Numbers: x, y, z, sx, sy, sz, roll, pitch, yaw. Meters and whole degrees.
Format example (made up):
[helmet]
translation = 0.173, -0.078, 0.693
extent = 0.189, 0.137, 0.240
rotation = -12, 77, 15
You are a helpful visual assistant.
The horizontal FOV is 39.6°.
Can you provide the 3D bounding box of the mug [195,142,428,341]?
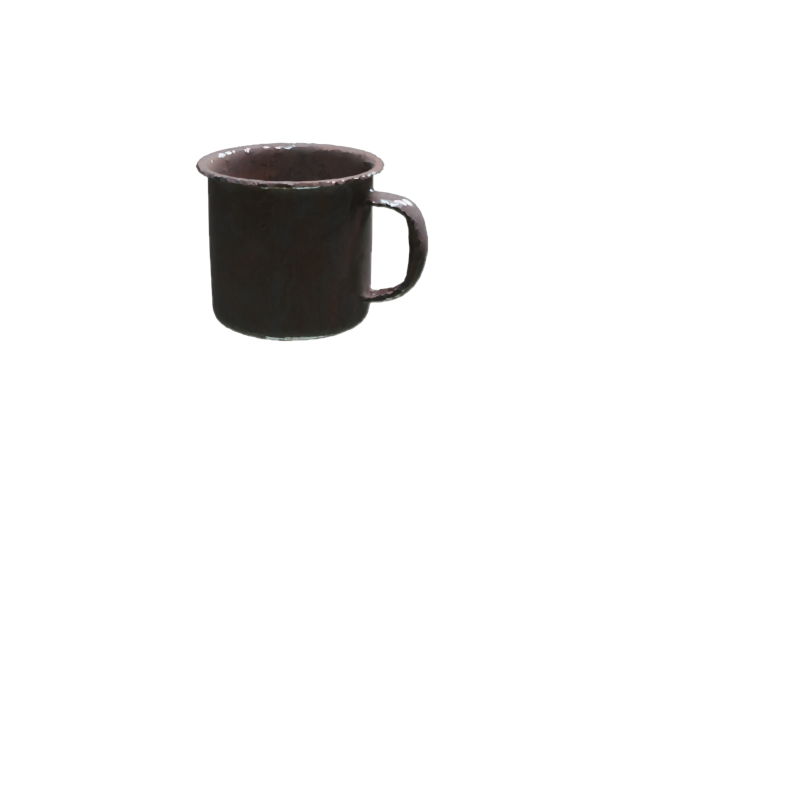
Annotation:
[mug]
translation = -0.043, -0.079, 0.555
extent = 0.120, 0.078, 0.095
rotation = 6, 22, 15
